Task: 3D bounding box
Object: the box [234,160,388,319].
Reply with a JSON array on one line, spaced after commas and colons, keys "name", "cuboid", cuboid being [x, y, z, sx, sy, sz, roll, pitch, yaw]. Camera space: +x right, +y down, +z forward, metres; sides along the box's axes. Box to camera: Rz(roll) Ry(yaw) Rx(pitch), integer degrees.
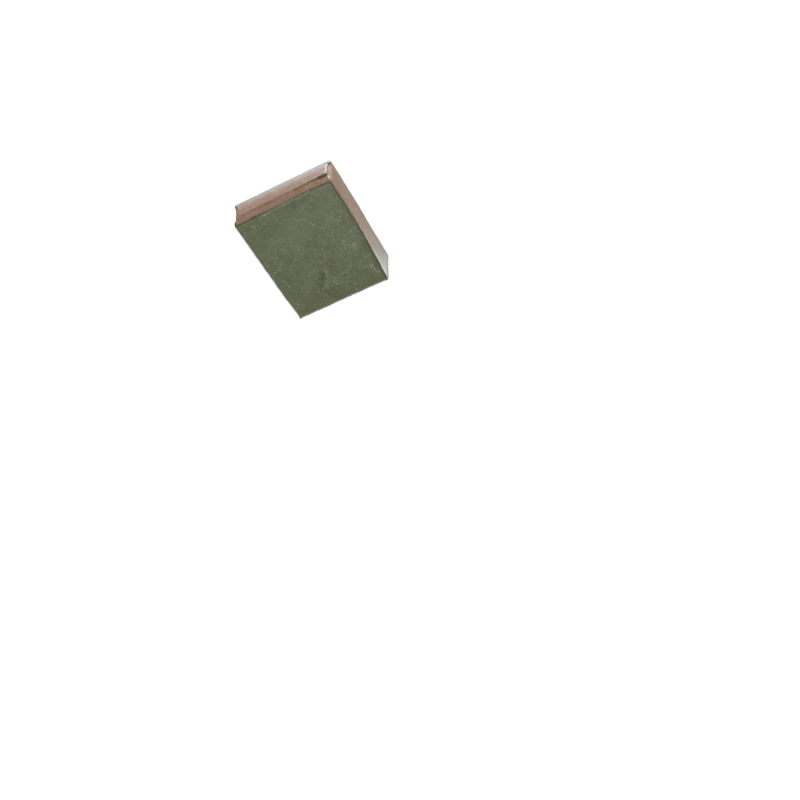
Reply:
[{"name": "box", "cuboid": [-0.072, -0.131, 0.918, 0.090, 0.106, 0.042, -23, 33, 15]}]
